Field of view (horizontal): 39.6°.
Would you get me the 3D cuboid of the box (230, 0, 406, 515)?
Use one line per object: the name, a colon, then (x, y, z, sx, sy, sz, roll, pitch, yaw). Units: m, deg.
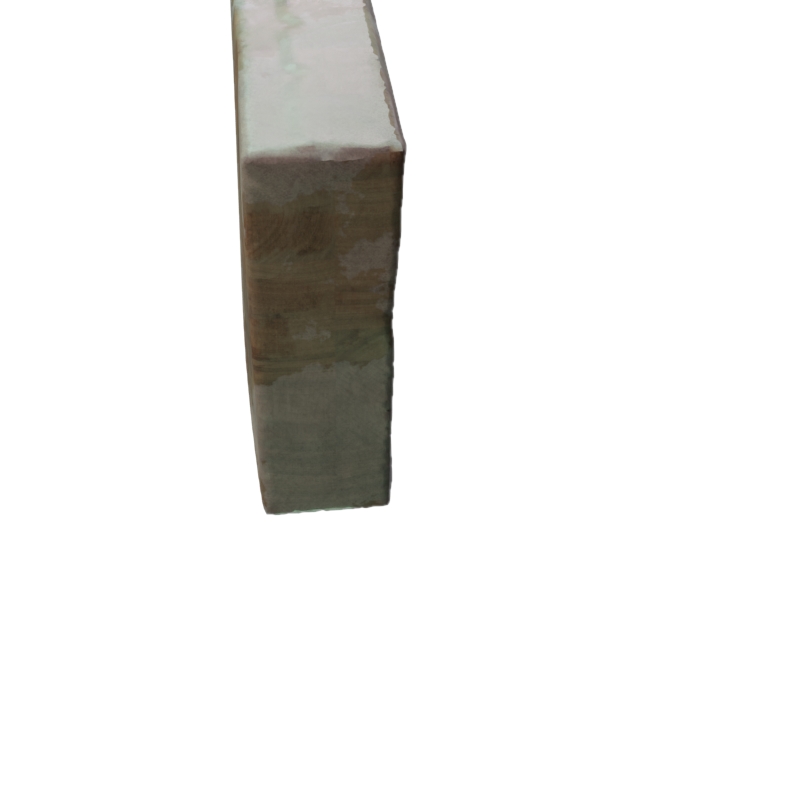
box: (-0.042, -0.077, 0.537, 0.071, 0.199, 0.177, -3, 43, -7)
